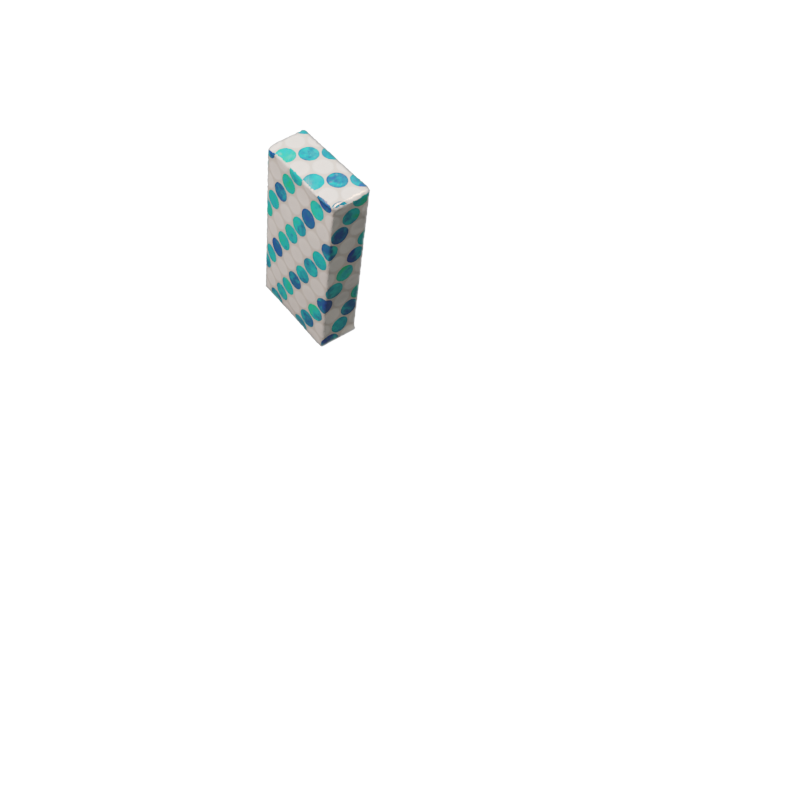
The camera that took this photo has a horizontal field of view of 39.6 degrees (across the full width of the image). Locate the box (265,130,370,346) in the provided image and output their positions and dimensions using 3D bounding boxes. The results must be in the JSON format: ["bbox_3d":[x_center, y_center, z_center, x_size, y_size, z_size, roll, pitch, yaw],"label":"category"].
[{"bbox_3d":[-0.076,-0.137,0.961,0.048,0.100,0.164,-29,-31,-24],"label":"box"}]
